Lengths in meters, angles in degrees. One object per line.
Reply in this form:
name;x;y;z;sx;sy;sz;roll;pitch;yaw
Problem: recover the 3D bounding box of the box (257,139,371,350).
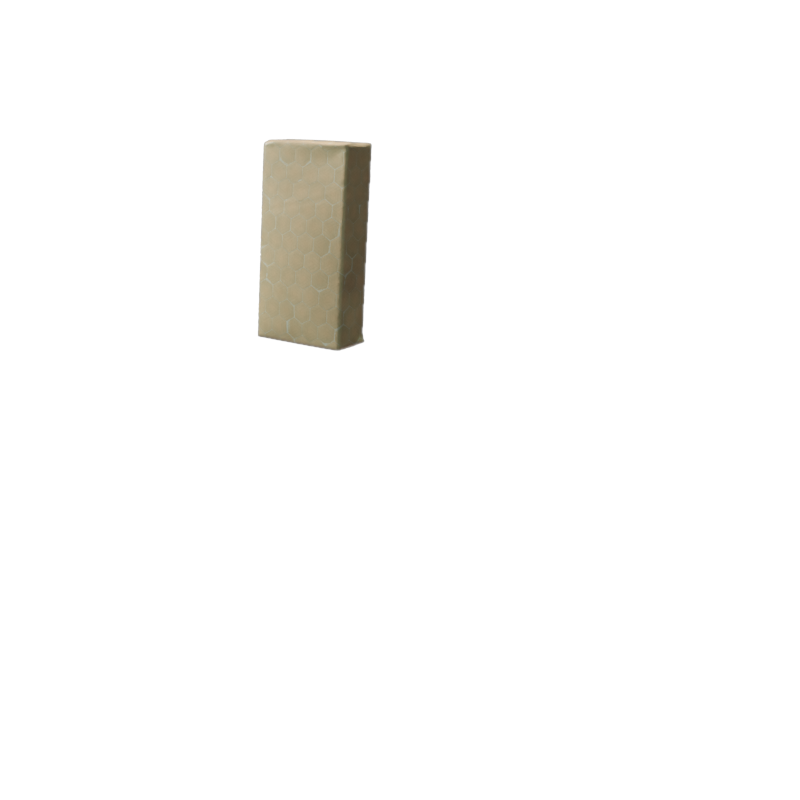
box;-0.076;-0.138;0.965;0.097;0.173;0.047;7;11;34
